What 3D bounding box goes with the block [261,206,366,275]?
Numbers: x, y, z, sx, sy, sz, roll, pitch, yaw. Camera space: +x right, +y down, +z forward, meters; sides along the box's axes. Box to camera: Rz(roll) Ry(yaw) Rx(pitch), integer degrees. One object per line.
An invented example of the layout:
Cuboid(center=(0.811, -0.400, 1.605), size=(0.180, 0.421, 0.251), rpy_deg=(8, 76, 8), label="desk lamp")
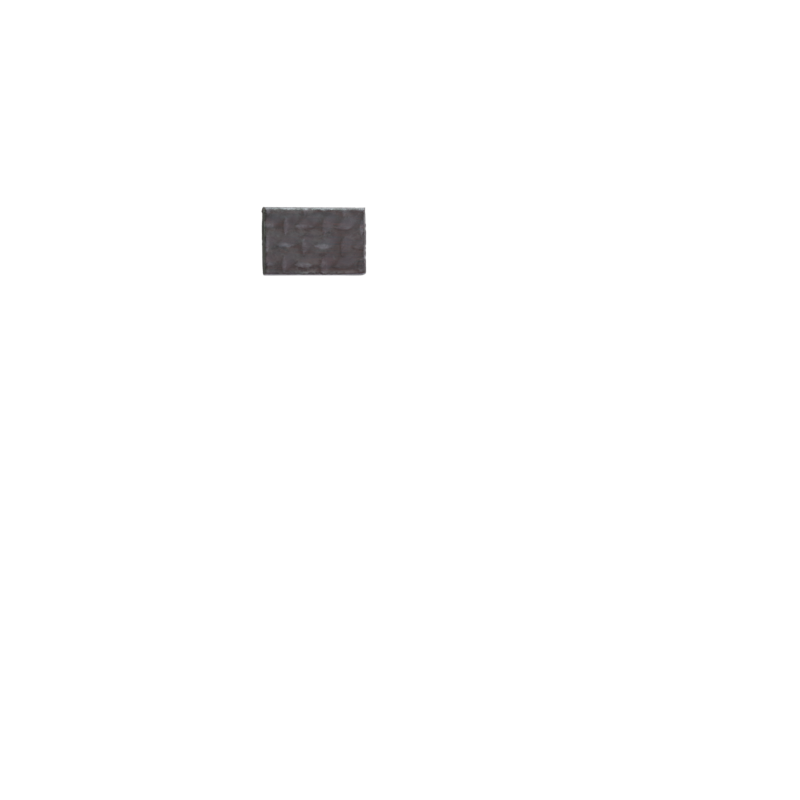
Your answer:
Cuboid(center=(-0.066, -0.120, 0.839), size=(0.077, 0.051, 0.053), rpy_deg=(0, 2, -6), label="block")
